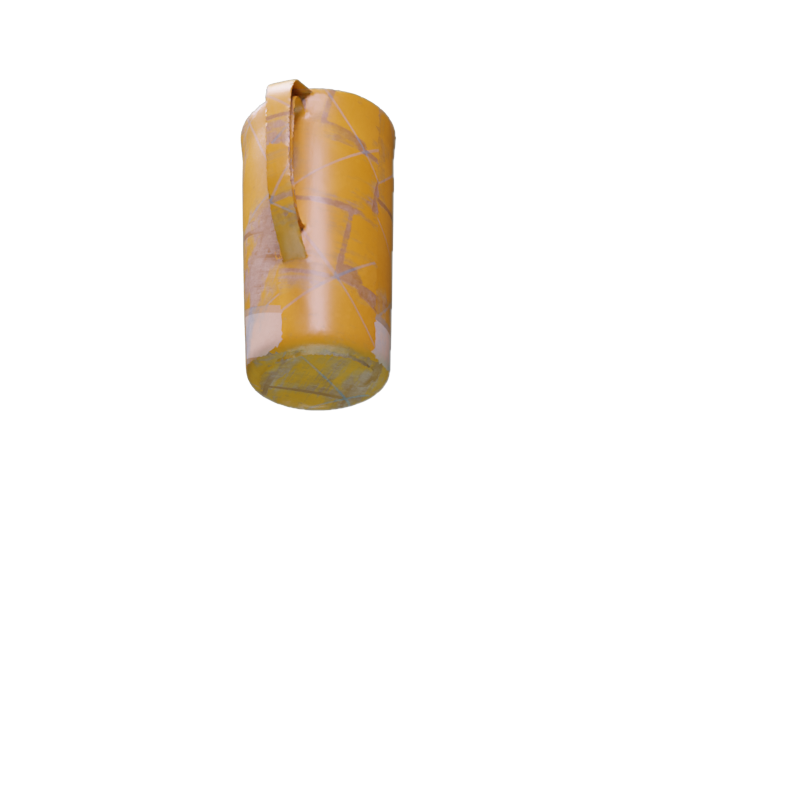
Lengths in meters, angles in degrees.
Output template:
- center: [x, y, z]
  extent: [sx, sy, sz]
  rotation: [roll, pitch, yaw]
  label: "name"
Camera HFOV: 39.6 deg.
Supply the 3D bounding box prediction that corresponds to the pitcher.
- center: [-0.069, -0.126, 0.880]
  extent: [0.143, 0.260, 0.142]
  rotation: [16, -37, -27]
  label: "pitcher"
